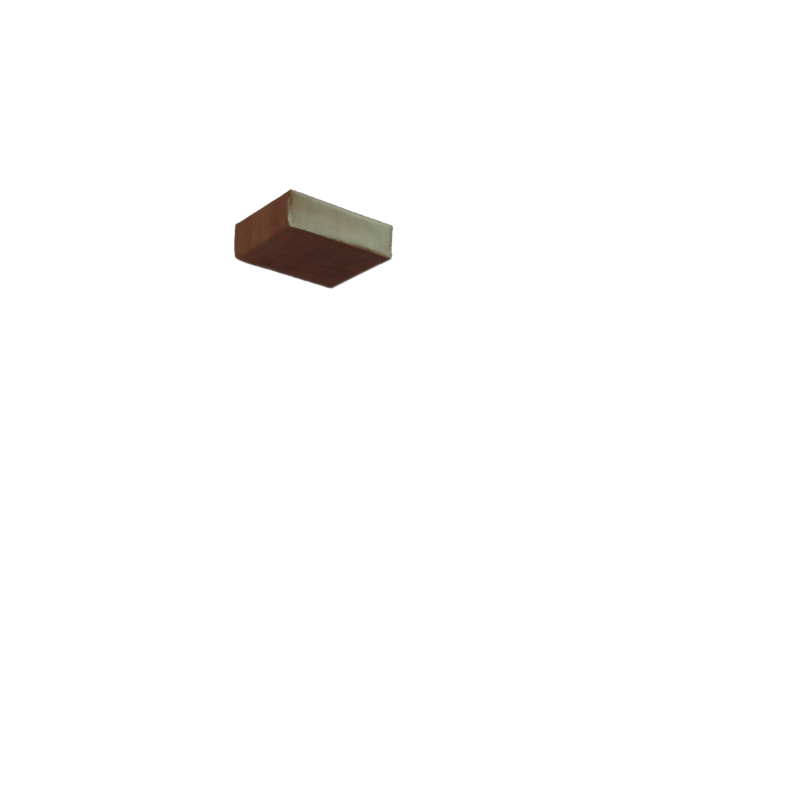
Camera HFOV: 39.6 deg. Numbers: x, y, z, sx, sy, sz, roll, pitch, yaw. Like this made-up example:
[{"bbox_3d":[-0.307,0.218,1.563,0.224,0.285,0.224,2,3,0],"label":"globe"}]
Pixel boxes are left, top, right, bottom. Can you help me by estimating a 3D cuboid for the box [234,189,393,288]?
[{"bbox_3d":[-0.076,-0.139,0.974,0.108,0.041,0.090,13,-23,-35],"label":"box"}]
